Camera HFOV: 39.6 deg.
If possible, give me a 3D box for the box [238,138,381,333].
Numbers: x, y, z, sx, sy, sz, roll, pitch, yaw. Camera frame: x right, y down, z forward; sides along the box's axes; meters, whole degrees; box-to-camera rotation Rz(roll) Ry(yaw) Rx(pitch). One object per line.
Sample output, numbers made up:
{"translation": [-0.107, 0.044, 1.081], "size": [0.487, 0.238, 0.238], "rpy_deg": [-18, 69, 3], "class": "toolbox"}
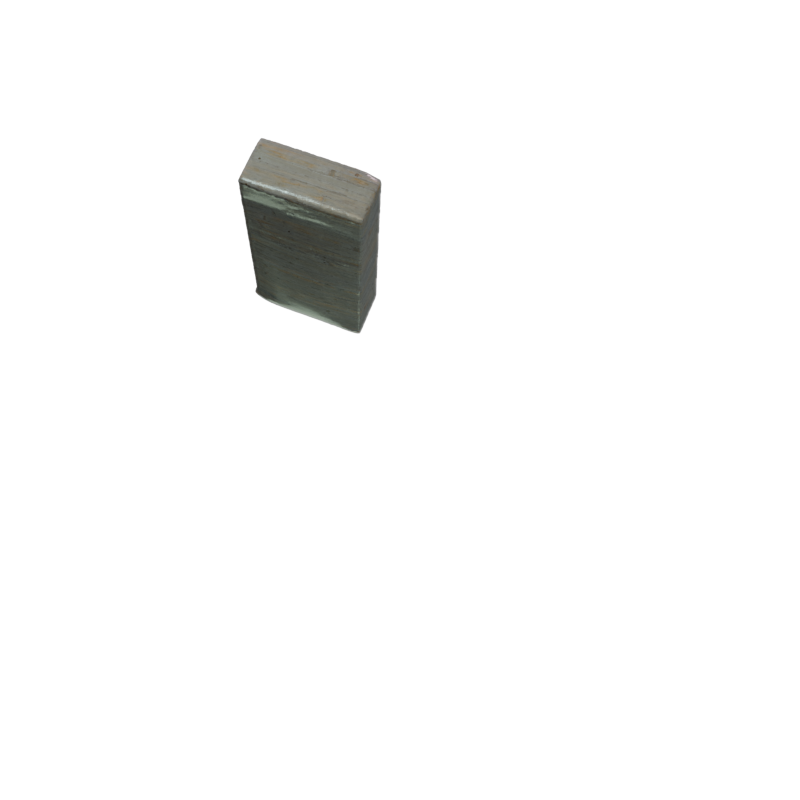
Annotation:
{"translation": [-0.064, -0.117, 0.818], "size": [0.095, 0.050, 0.166], "rpy_deg": [22, -25, 7], "class": "box"}
